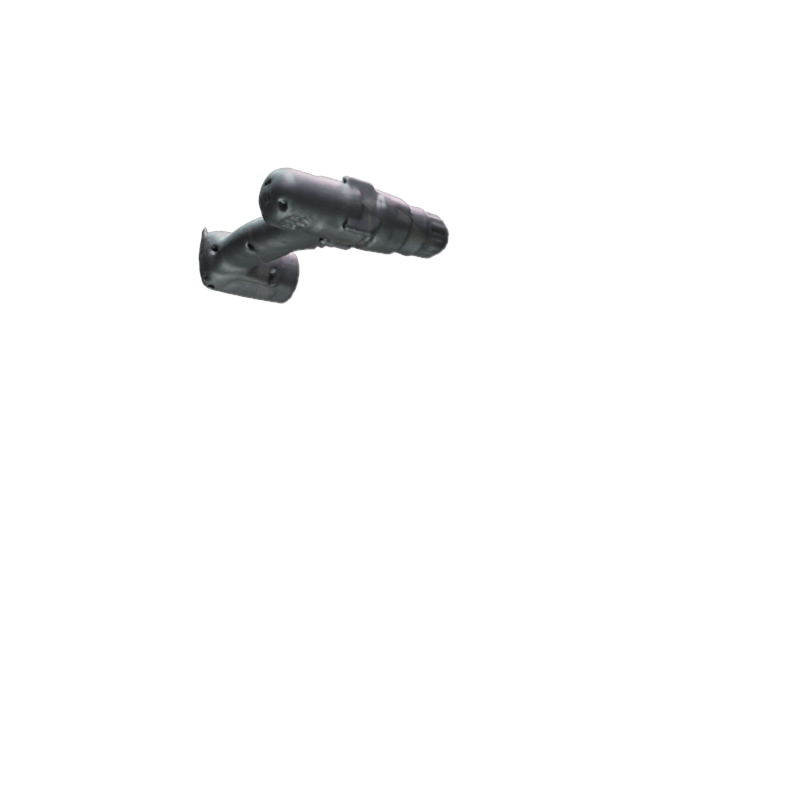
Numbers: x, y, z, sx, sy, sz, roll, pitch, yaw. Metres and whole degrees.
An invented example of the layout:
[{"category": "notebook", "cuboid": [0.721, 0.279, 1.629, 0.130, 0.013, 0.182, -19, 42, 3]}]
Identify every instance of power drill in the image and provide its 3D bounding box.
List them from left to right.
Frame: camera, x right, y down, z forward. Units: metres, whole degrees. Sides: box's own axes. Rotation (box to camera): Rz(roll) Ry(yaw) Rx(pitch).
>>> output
[{"category": "power drill", "cuboid": [-0.076, -0.139, 0.976, 0.175, 0.060, 0.188, 13, -22, -35]}]
